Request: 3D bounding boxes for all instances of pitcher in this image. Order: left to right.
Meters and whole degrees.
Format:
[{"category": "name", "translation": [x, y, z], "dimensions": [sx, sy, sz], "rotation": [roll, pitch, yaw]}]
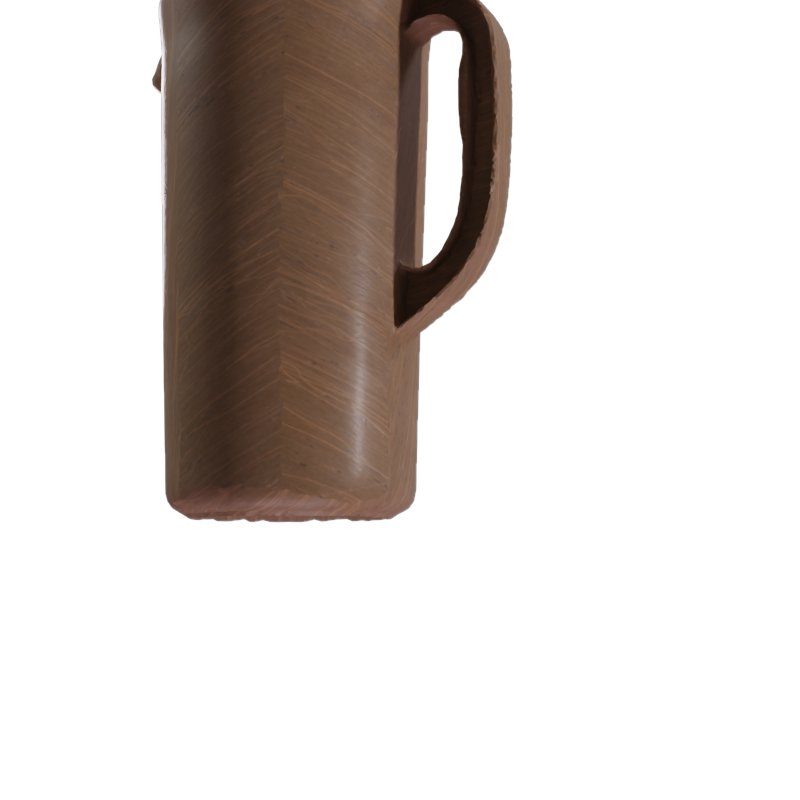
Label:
[{"category": "pitcher", "translation": [-0.039, -0.071, 0.501], "dimensions": [0.142, 0.252, 0.148], "rotation": [3, -14, -17]}]
